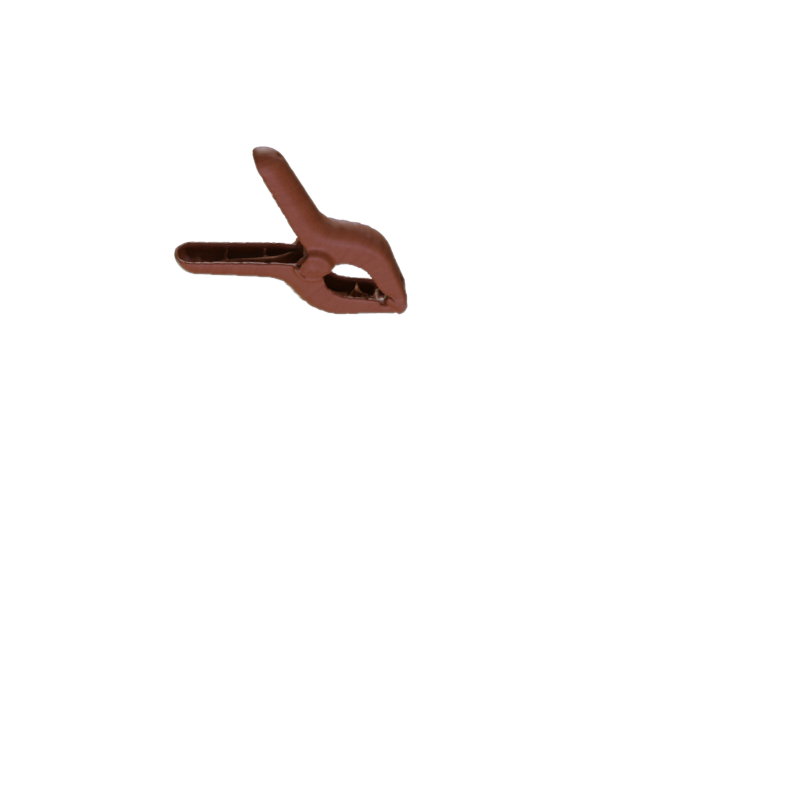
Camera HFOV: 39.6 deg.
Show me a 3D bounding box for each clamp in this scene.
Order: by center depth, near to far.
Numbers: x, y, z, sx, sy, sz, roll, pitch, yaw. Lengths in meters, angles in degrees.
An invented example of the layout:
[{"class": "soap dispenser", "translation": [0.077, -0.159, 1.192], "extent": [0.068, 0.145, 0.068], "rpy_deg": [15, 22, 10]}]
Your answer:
[{"class": "clamp", "translation": [-0.061, -0.112, 0.785], "extent": [0.165, 0.042, 0.116], "rpy_deg": [16, -41, -20]}]
